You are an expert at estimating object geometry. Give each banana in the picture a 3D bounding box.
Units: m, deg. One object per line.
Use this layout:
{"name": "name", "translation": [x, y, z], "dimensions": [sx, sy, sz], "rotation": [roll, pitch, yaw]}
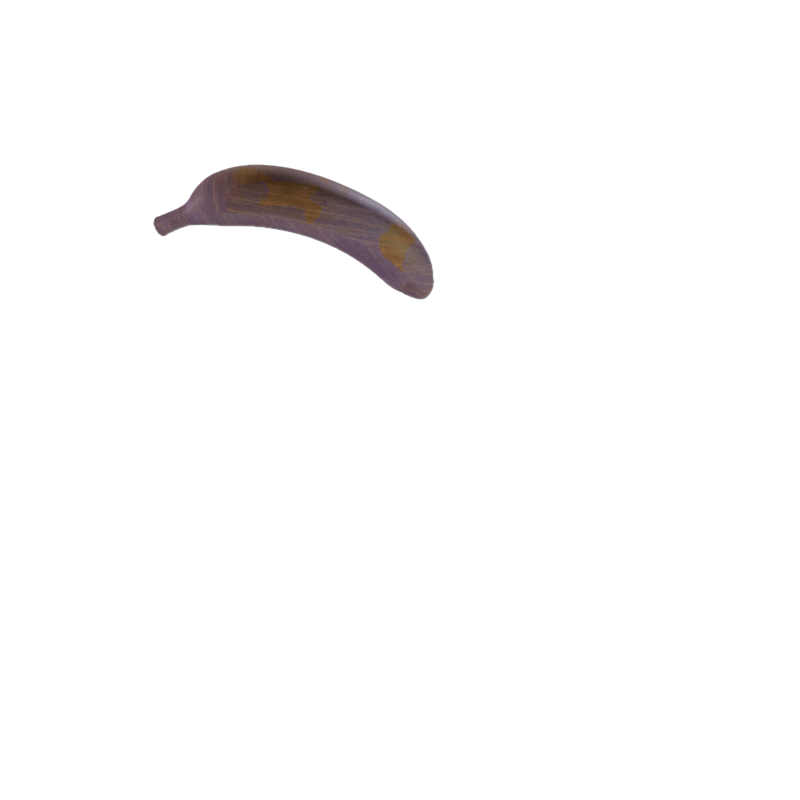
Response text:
{"name": "banana", "translation": [-0.047, -0.106, 0.679], "dimensions": [0.189, 0.039, 0.069], "rotation": [13, -28, -28]}
